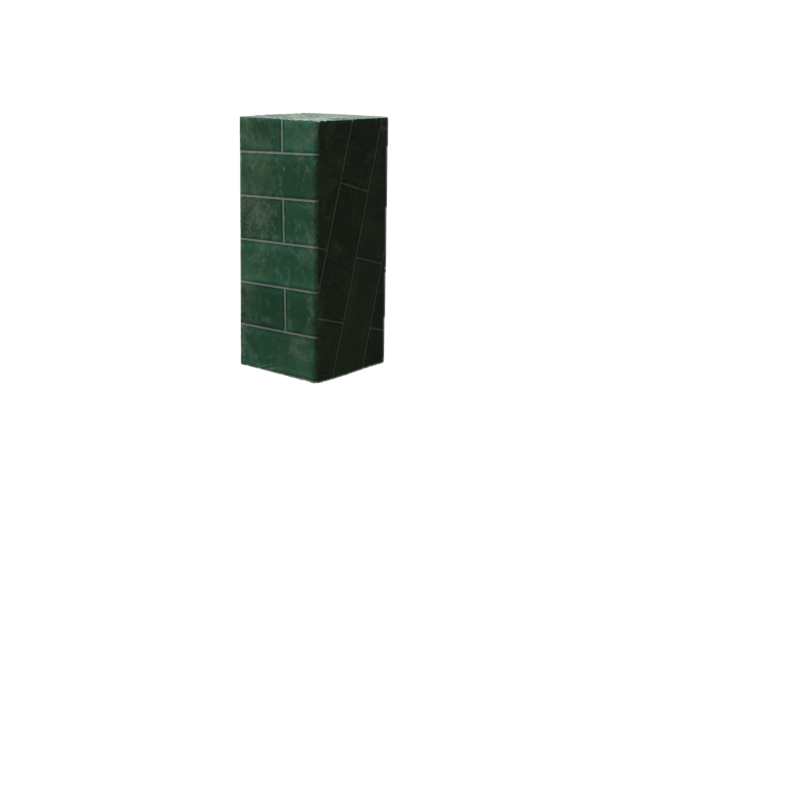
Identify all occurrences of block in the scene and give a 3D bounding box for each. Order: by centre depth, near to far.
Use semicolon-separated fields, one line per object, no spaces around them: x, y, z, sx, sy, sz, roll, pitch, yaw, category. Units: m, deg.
-0.071;-0.130;0.912;0.095;0.201;0.088;9;14;39;block
